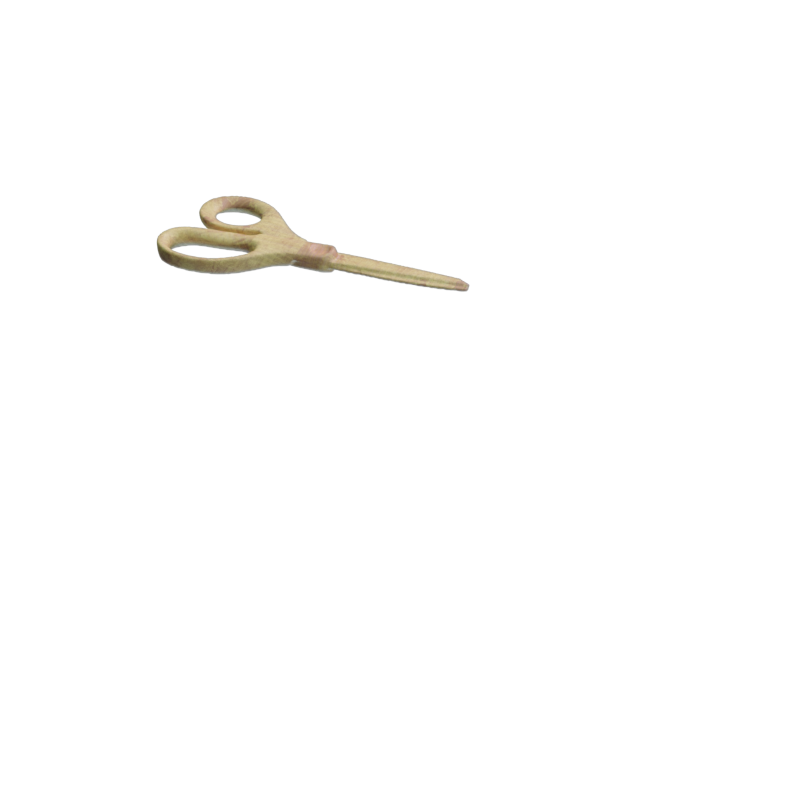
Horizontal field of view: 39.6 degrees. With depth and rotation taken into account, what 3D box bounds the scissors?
[{"bbox_3d":[-0.057,-0.104,0.728,0.203,0.015,0.102,3,37,4],"label":"scissors"}]
